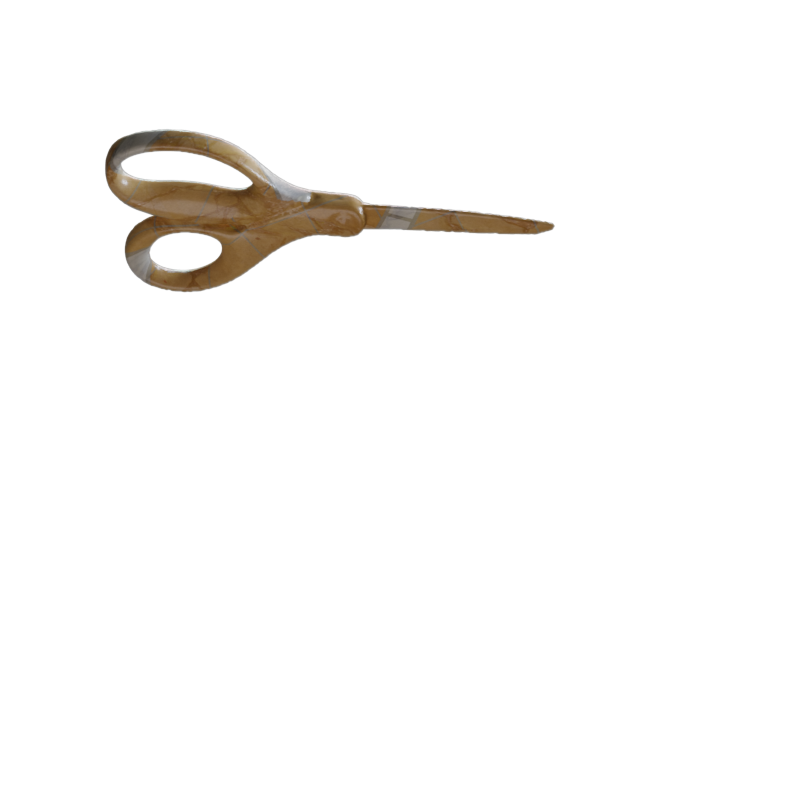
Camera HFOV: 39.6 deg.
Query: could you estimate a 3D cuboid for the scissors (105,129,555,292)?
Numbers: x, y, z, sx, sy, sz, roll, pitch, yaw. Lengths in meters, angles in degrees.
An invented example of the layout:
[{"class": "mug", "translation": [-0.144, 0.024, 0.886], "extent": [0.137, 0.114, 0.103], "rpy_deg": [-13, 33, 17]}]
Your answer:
[{"class": "scissors", "translation": [-0.040, -0.073, 0.513], "extent": [0.196, 0.017, 0.092], "rpy_deg": [14, -46, -14]}]
